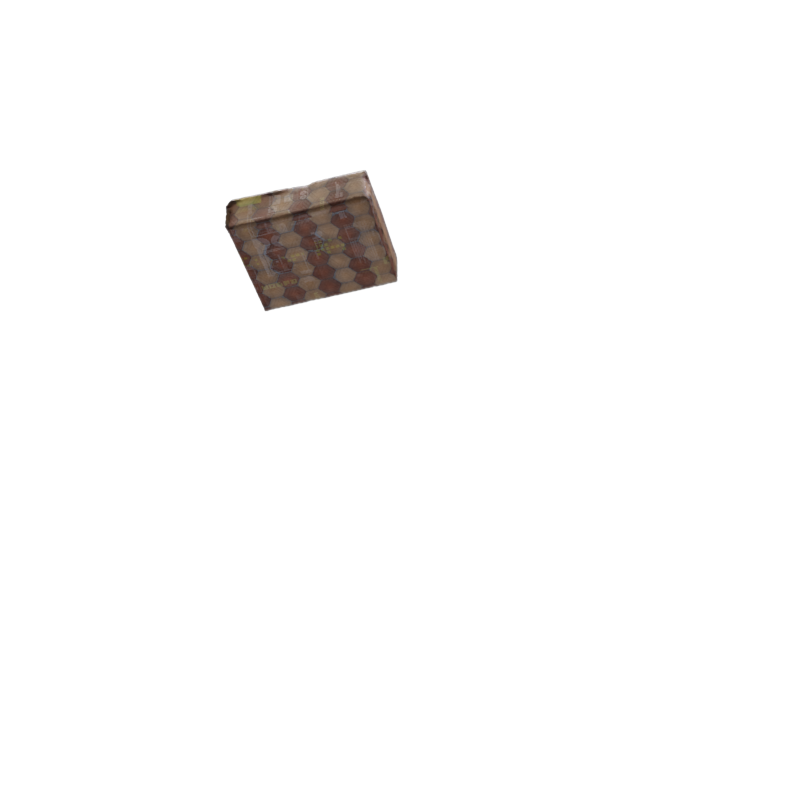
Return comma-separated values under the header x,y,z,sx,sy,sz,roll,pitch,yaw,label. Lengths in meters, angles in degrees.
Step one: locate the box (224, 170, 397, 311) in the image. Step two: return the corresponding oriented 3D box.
x,y,z,sx,sy,sz,roll,pitch,yaw,label
-0.053,-0.096,0.674,0.090,0.032,0.067,-11,-43,11,box
